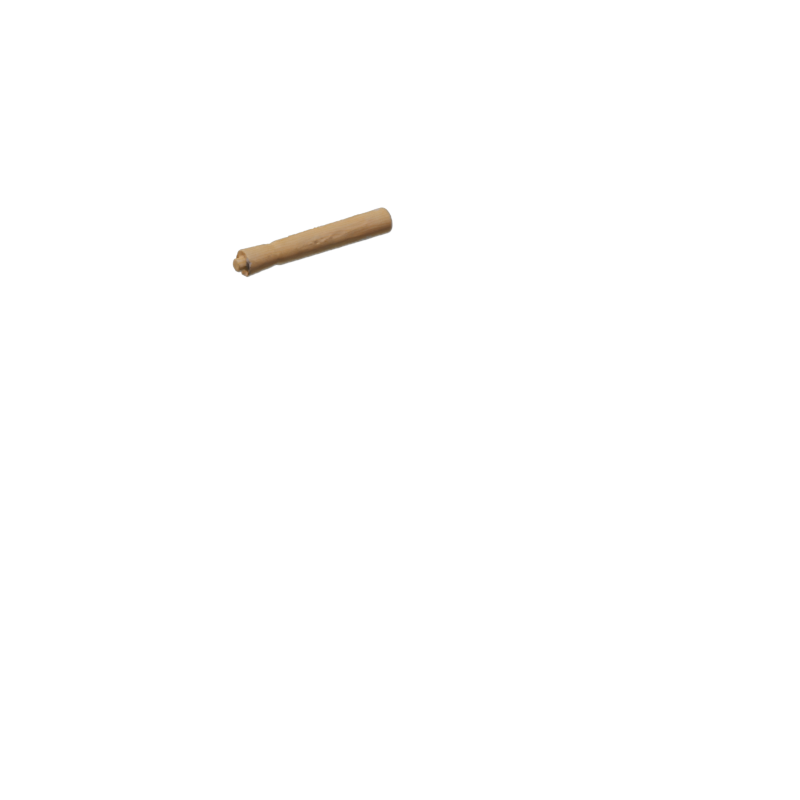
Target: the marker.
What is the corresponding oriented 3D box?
[{"bbox_3d":[-0.059,-0.107,0.749,0.119,0.019,0.020,-22,15,-29],"label":"marker"}]
